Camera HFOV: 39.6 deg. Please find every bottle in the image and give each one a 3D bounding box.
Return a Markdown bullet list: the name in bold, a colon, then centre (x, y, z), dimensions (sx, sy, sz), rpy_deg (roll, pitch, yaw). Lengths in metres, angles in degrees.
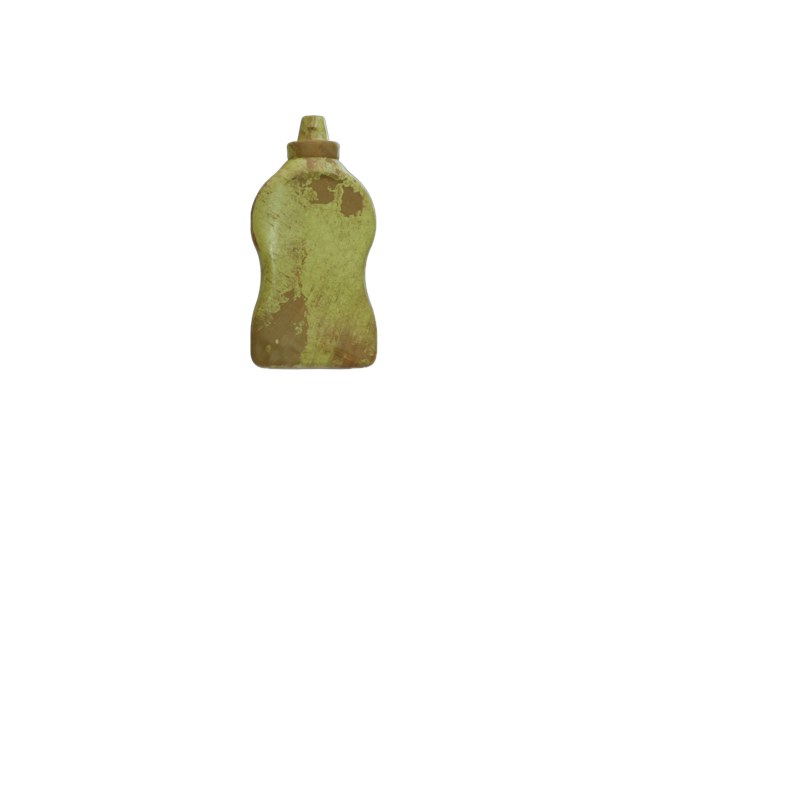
- **bottle**: centre (-0.066, -0.121, 0.845), dimensions (0.096, 0.193, 0.058), rpy_deg (0, -2, -4)
